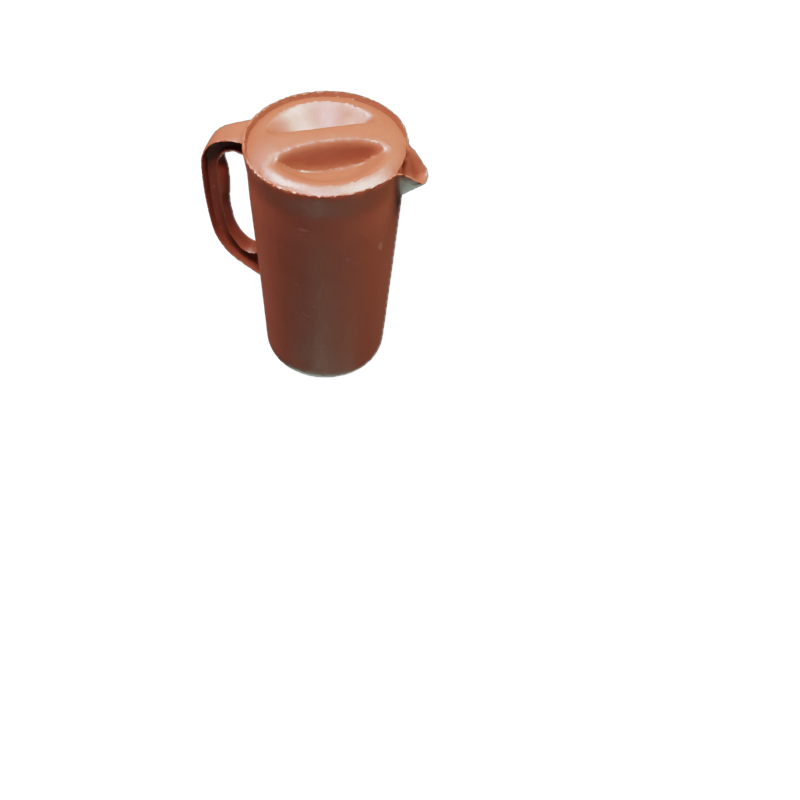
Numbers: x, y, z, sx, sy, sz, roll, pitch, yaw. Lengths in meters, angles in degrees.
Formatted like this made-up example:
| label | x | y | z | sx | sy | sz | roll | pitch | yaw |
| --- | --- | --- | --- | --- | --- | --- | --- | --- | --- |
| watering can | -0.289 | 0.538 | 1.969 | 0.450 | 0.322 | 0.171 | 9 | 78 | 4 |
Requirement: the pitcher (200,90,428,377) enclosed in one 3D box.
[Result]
| label | x | y | z | sx | sy | sz | roll | pitch | yaw |
| --- | --- | --- | --- | --- | --- | --- | --- | --- | --- |
| pitcher | -0.075 | -0.136 | 0.954 | 0.144 | 0.226 | 0.161 | -23 | 53 | -22 |
